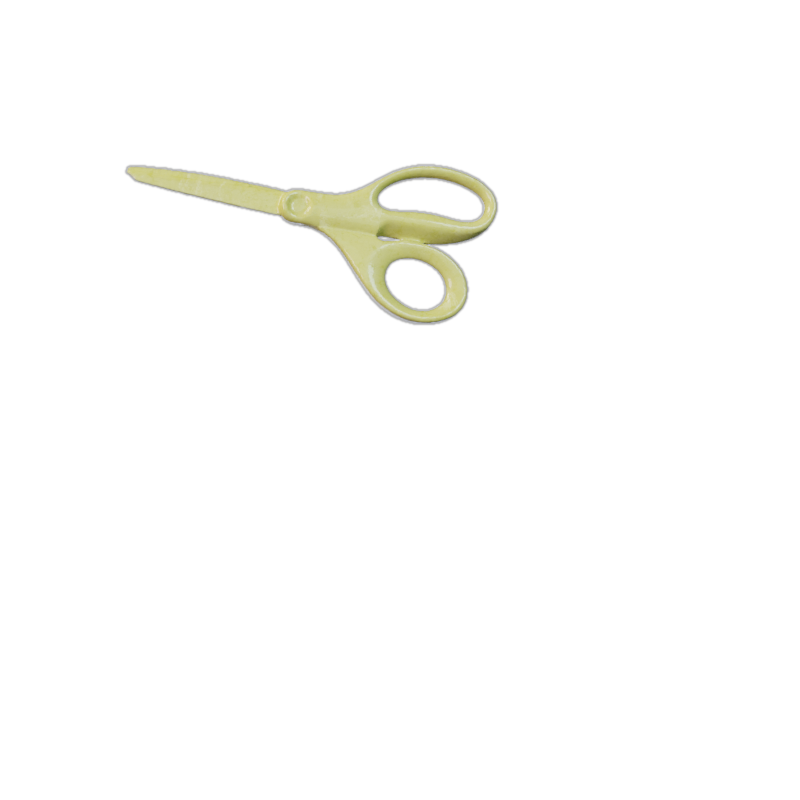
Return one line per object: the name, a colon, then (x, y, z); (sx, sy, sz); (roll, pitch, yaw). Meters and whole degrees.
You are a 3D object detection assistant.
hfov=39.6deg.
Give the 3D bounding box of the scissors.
scissors: (-0.047, -0.086, 0.602); (0.201, 0.099, 0.015); (-3, -13, -1)
